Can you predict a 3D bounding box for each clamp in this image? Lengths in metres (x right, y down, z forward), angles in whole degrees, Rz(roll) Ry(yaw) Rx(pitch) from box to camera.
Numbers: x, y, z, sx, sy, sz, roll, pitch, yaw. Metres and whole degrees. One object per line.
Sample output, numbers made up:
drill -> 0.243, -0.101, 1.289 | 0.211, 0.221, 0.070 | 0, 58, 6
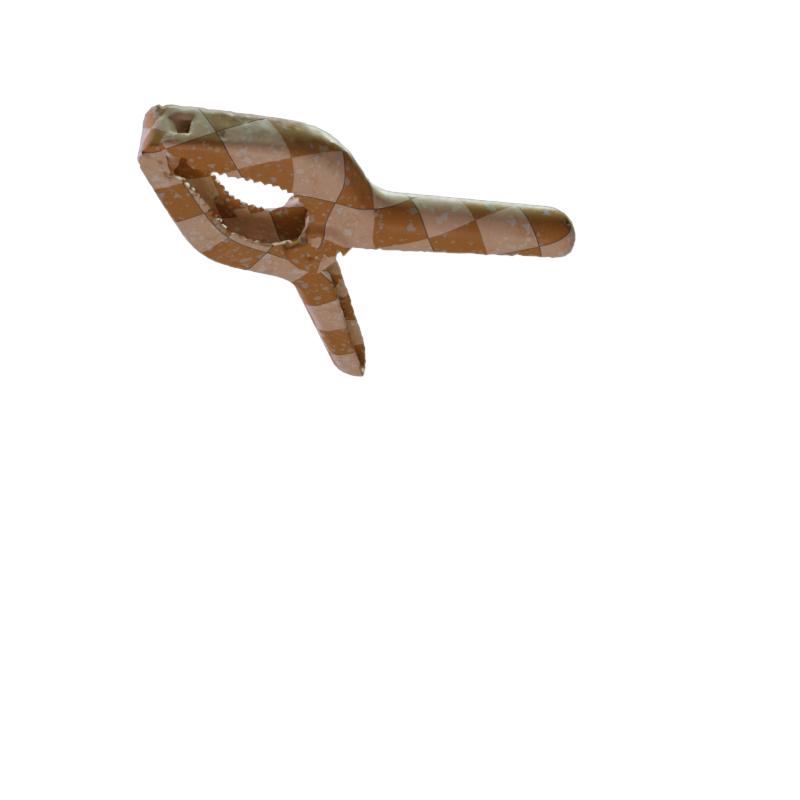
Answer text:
clamp -> -0.043, -0.079, 0.550 | 0.200, 0.039, 0.162 | 22, -40, -28
